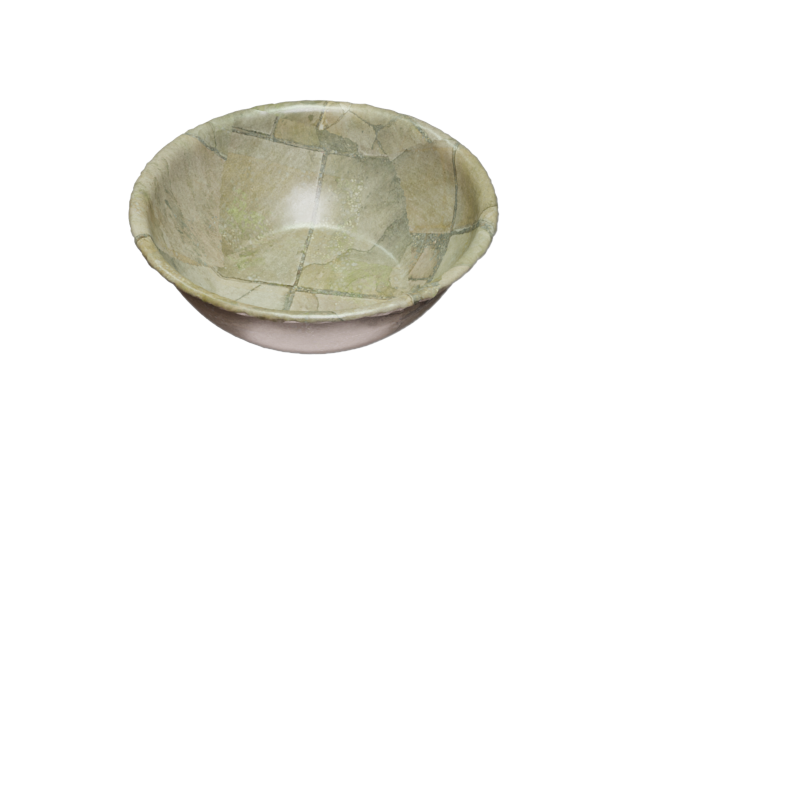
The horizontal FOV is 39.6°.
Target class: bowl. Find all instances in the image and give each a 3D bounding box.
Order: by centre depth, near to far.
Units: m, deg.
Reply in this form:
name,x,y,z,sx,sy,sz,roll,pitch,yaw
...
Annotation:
name,x,y,z,sx,sy,sz,roll,pitch,yaw
bowl,-0.039,-0.072,0.501,0.162,0.051,0.174,-1,43,-1
